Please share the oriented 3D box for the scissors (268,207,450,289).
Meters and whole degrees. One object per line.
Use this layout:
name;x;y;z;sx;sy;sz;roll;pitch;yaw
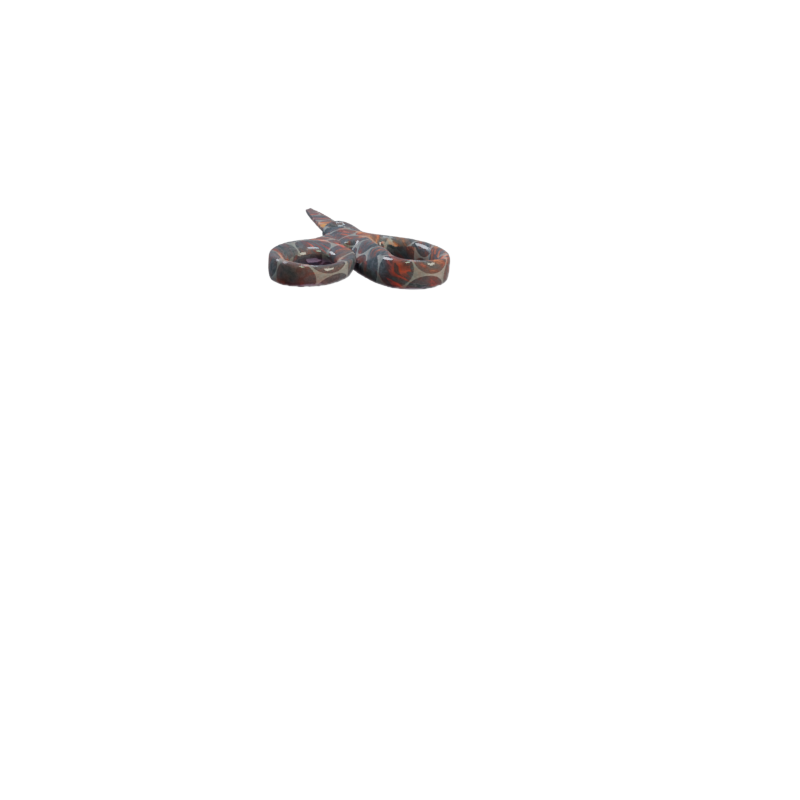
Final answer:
scissors;-0.047;-0.086;0.599;0.094;0.015;0.213;-9;20;-26
